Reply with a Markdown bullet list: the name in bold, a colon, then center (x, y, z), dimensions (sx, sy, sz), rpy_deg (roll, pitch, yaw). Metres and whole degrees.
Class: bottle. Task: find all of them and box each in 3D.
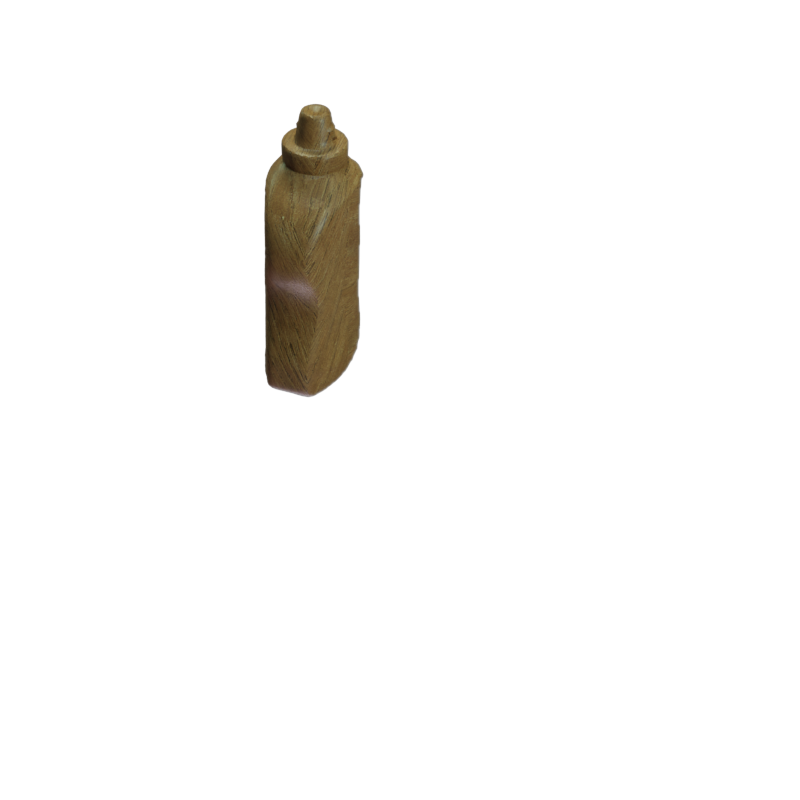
- **bottle**: center (-0.055, -0.102, 0.713), dimensions (0.060, 0.179, 0.100), rpy_deg (14, 40, 14)
